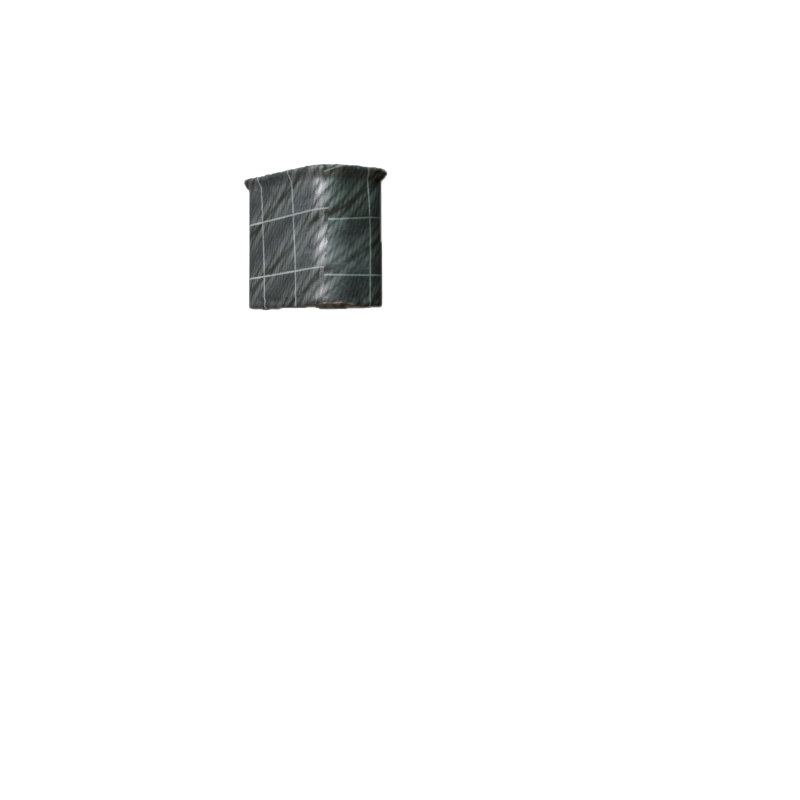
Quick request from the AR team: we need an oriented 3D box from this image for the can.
[{"bbox_3d":[-0.054,-0.099,0.694,0.055,0.084,0.105,2,-1,-37],"label":"can"}]
